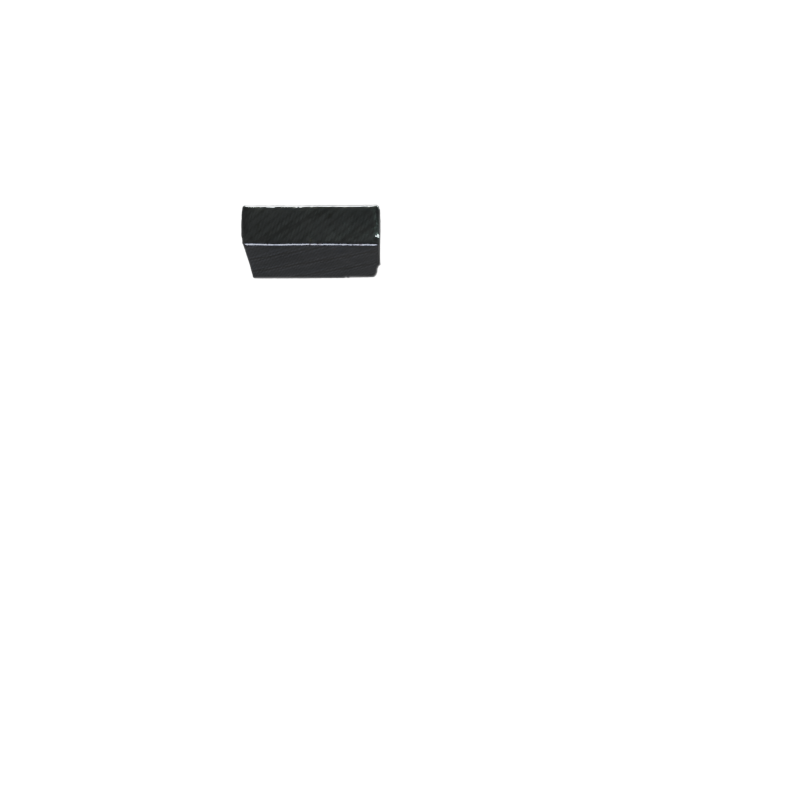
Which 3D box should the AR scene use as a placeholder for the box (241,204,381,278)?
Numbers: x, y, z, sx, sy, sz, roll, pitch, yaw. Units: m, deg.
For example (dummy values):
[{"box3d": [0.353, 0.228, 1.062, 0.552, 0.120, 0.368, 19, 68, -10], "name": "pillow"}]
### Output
[{"box3d": [-0.057, -0.105, 0.734, 0.089, 0.031, 0.070, 0, -12, 1], "name": "box"}]
